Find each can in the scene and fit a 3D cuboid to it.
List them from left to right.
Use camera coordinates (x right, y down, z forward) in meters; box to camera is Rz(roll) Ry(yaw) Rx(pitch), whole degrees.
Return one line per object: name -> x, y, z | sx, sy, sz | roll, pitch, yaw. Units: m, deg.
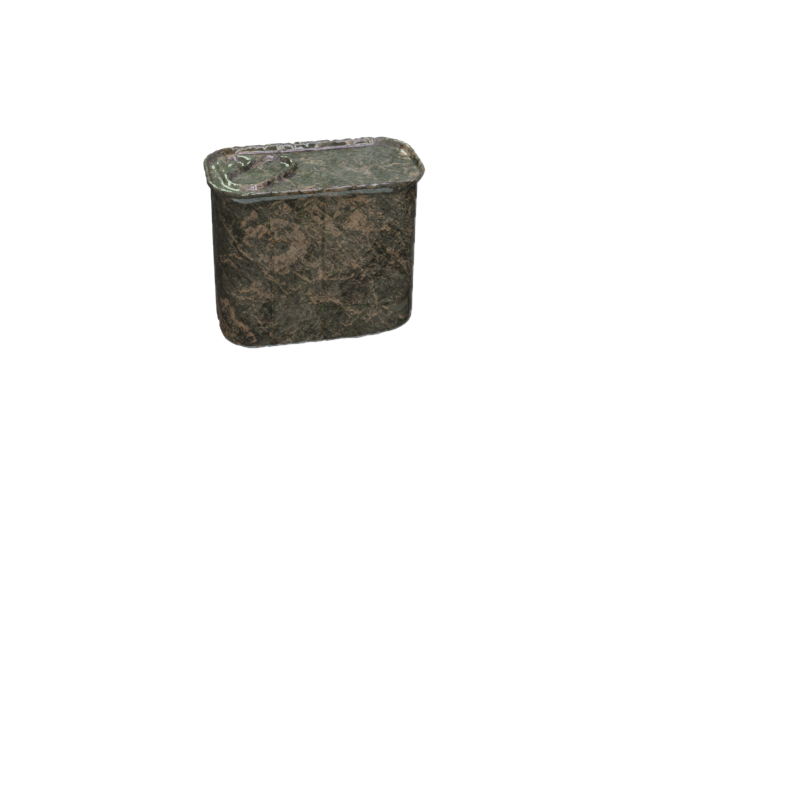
can -> -0.042, -0.077, 0.539 | 0.101, 0.079, 0.062 | -6, 31, -11
